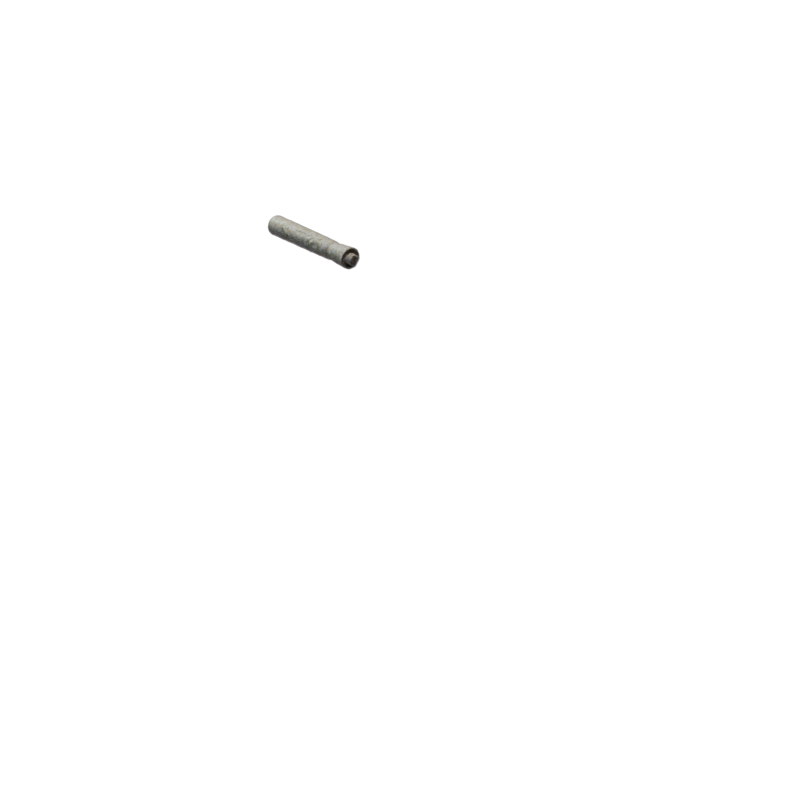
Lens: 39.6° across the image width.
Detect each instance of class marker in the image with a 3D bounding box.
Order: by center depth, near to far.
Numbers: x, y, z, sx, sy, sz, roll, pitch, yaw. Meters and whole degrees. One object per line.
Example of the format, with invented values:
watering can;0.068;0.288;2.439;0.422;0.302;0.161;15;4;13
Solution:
marker;-0.074;-0.135;0.948;0.019;0.019;0.129;-3;22;-37
